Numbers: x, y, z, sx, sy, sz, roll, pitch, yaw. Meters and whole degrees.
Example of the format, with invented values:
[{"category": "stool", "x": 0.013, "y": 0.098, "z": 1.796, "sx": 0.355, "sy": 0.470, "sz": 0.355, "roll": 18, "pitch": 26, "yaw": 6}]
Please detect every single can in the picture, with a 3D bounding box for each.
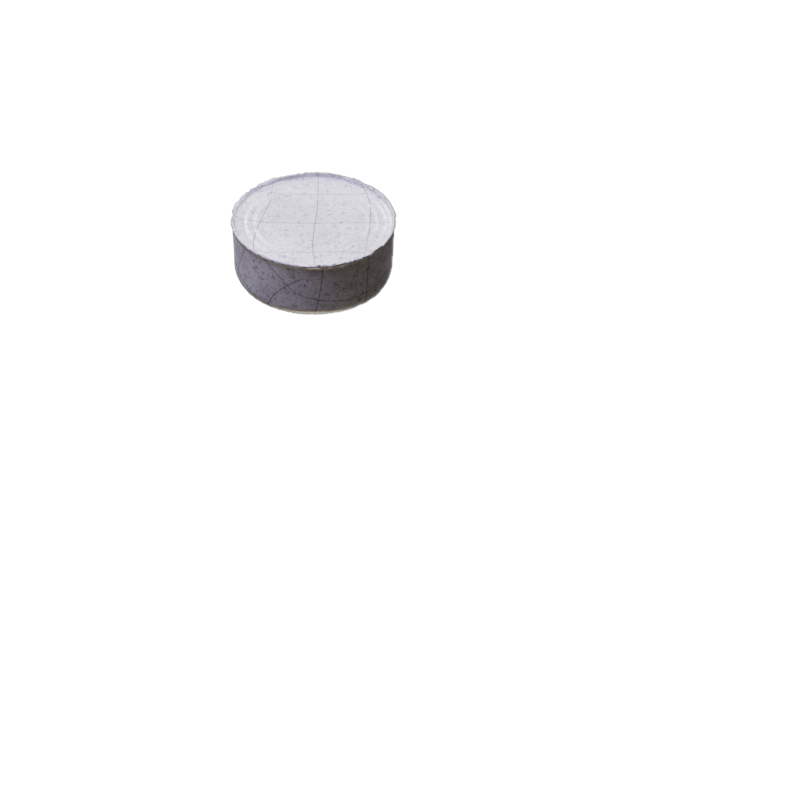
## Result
[{"category": "can", "x": -0.046, "y": -0.083, "z": 0.584, "sx": 0.086, "sy": 0.031, "sz": 0.092, "roll": -1, "pitch": 41, "yaw": -2}]
